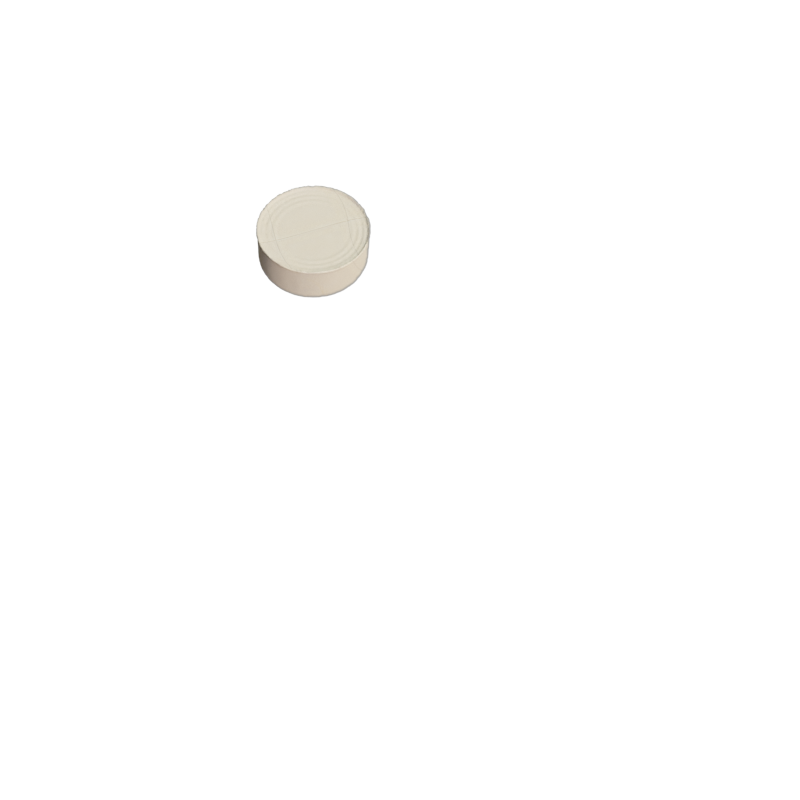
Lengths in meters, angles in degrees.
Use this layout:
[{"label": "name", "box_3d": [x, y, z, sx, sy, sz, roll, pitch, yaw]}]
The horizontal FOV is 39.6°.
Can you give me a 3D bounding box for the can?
[{"label": "can", "box_3d": [-0.066, -0.120, 0.840, 0.086, 0.092, 0.031, -1, -36, -1]}]
